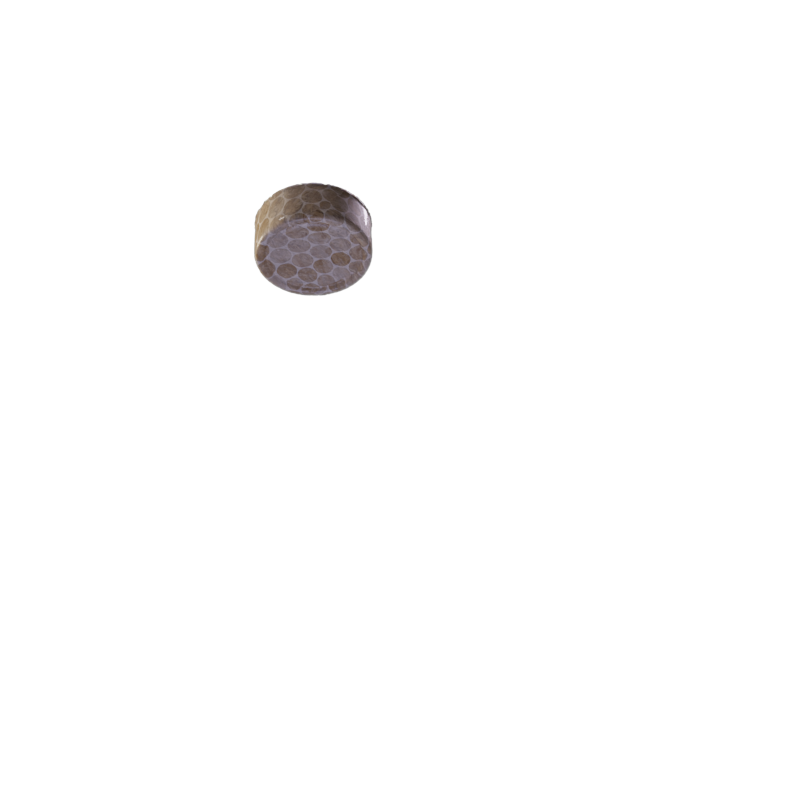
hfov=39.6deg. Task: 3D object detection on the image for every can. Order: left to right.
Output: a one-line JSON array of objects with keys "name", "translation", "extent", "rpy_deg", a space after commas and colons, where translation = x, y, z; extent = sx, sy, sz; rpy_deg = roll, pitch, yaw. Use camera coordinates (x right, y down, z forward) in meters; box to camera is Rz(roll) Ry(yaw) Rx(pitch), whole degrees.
[{"name": "can", "translation": [-0.062, -0.114, 0.798], "extent": [0.086, 0.036, 0.080], "rpy_deg": [1, -39, -2]}]
